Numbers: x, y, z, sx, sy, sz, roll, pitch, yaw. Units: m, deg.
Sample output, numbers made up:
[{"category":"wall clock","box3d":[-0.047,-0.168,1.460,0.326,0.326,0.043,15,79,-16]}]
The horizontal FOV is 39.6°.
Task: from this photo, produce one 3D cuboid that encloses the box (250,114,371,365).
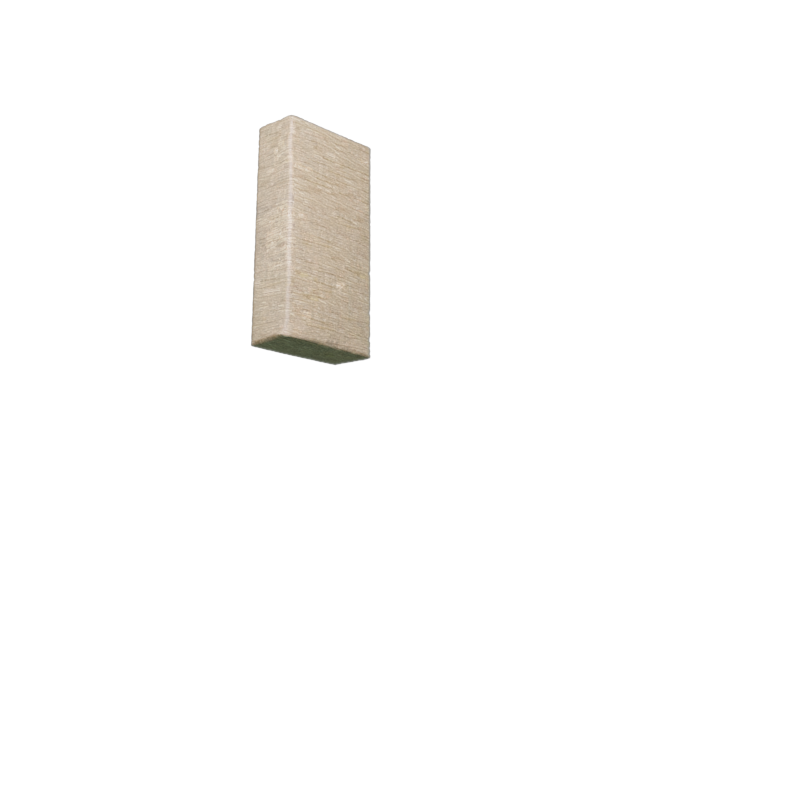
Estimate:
[{"category":"box","box3d":[-0.067,-0.123,0.859,0.049,0.184,0.088,-18,-25,40]}]
